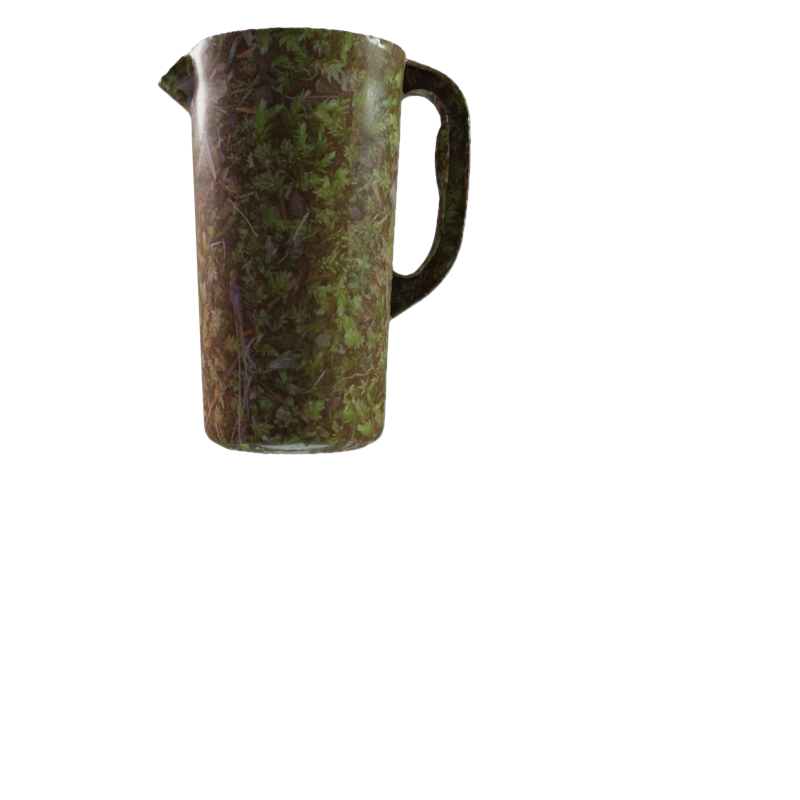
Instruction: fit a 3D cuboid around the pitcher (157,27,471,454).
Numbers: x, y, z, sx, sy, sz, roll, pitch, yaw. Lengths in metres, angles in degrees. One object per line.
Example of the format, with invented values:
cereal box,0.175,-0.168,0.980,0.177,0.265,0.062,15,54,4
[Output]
pitcher,-0.052,-0.095,0.669,0.155,0.244,0.139,-1,-1,39
